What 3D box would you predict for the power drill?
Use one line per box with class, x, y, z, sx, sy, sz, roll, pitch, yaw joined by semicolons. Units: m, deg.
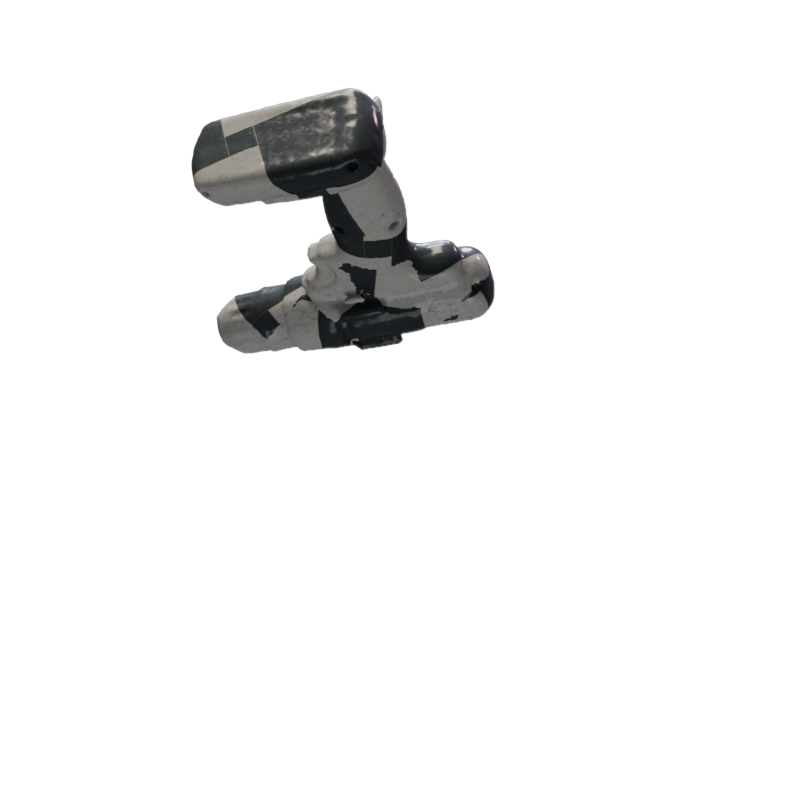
power drill;-0.052;-0.094;0.662;0.187;0.061;0.173;-10;-33;16
